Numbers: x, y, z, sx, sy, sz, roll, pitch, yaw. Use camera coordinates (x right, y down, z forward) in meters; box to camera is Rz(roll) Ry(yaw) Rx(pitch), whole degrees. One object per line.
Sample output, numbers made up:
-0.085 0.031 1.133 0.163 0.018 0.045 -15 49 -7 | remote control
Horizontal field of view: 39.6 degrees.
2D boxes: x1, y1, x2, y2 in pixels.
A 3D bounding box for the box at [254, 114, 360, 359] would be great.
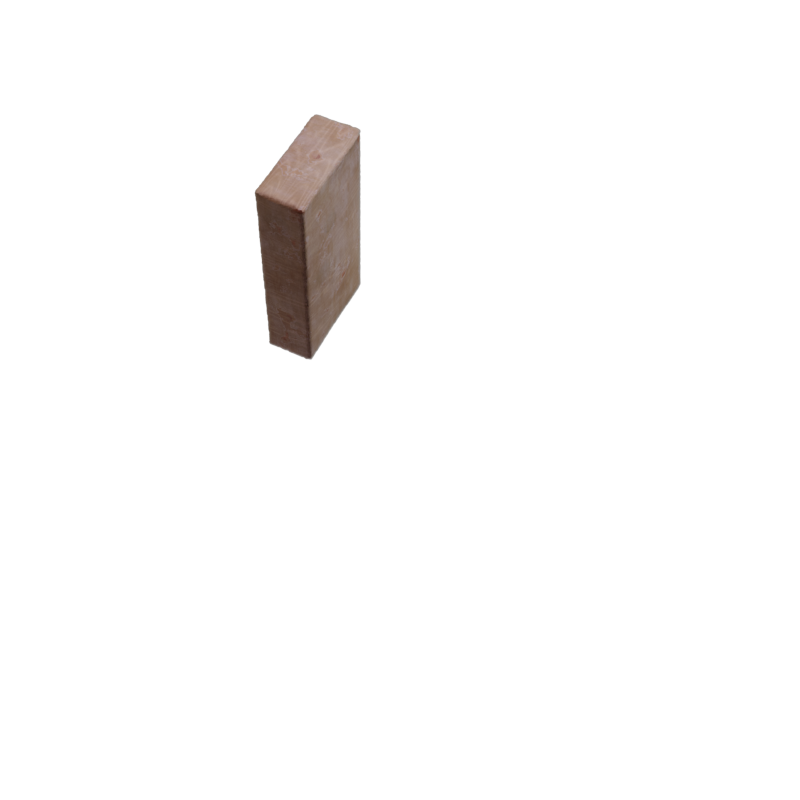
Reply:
-0.066 -0.120 0.845 0.049 0.097 0.165 23 -34 11 | box
